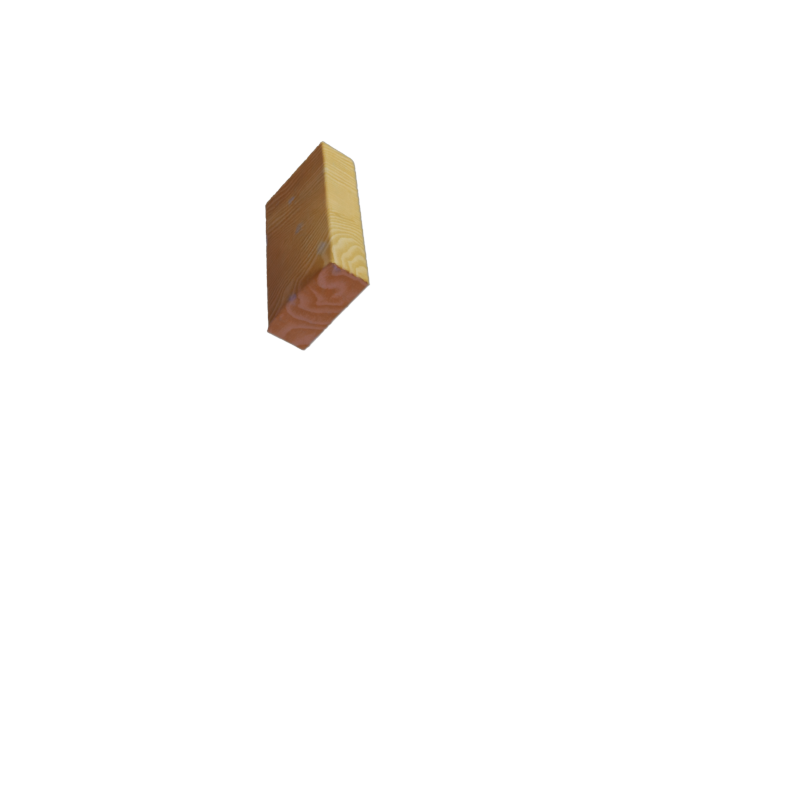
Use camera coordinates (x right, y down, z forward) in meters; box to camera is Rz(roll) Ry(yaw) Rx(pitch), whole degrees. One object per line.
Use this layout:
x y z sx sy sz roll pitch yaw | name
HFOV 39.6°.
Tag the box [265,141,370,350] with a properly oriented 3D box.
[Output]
-0.075 -0.137 0.958 0.046 0.189 0.092 30 -57 -27 | box
